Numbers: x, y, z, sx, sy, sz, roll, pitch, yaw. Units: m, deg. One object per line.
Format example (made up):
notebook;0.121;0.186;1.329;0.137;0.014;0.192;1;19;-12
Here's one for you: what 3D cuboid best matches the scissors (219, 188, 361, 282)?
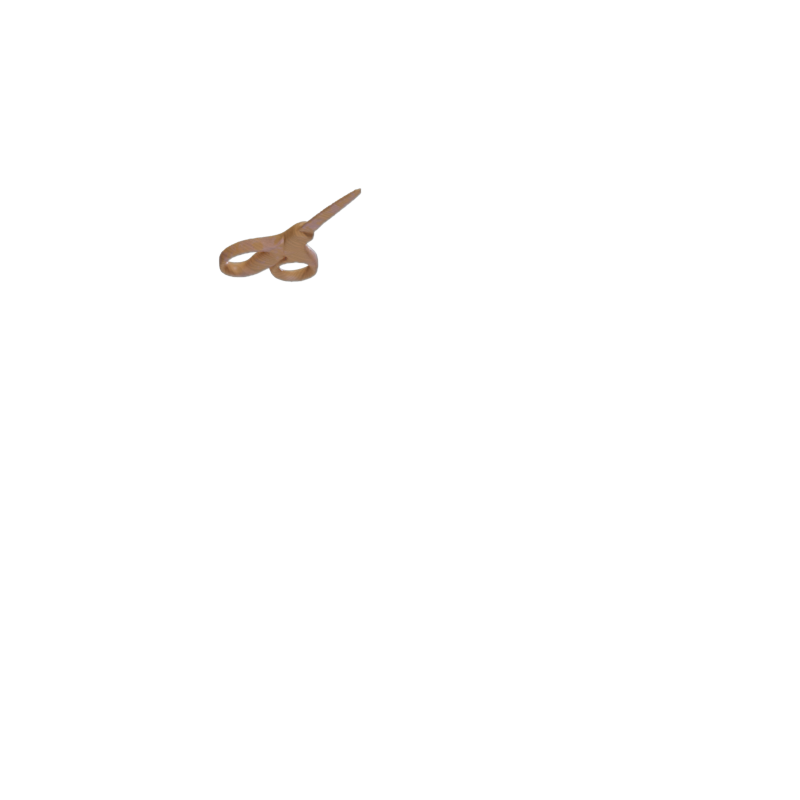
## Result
scissors;-0.074;-0.134;0.941;0.205;0.016;0.091;-14;-20;42
